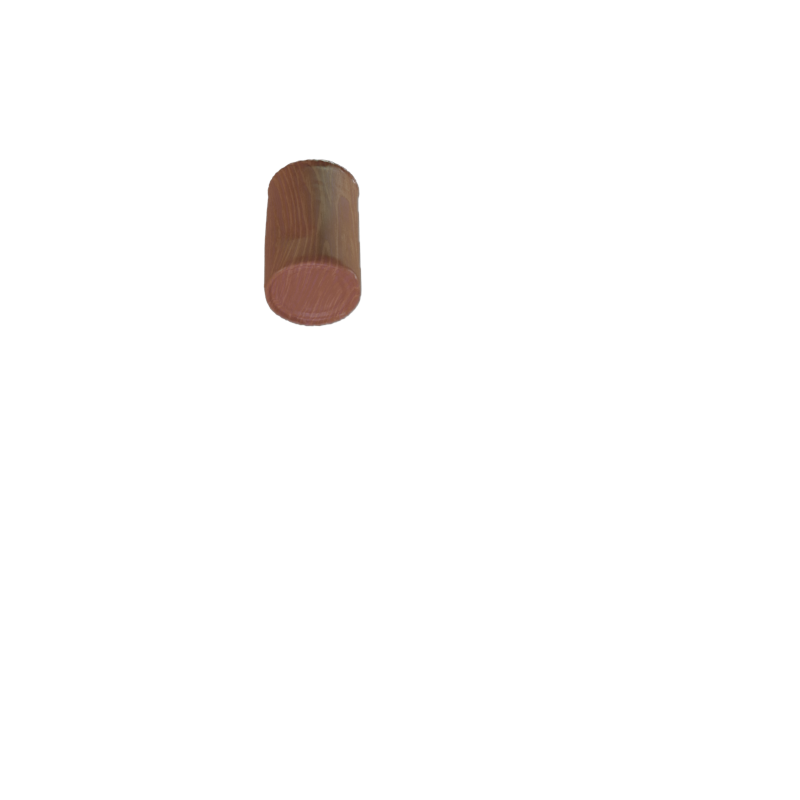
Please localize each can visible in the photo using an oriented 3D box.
[{"bbox_3d":[-0.061,-0.112,0.782,0.068,0.110,0.064,-1,-40,-3],"label":"can"}]
